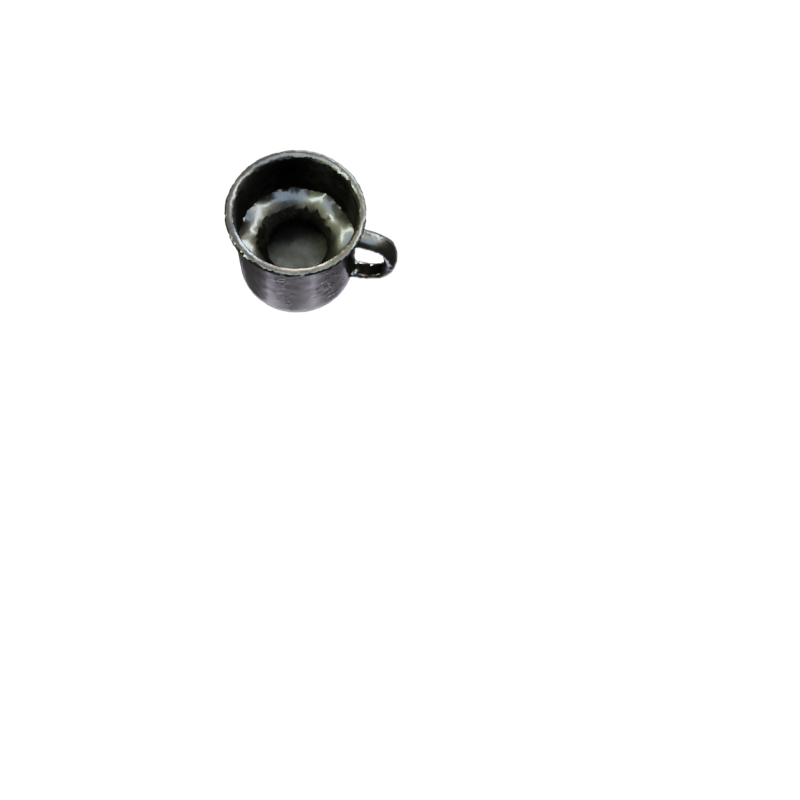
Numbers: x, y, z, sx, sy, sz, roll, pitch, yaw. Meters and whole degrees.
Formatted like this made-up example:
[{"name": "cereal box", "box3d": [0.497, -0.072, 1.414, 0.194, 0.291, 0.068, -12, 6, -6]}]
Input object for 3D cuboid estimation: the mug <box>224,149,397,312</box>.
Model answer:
[{"name": "mug", "box3d": [-0.059, -0.108, 0.757, 0.118, 0.097, 0.077, 12, -22, 4]}]
